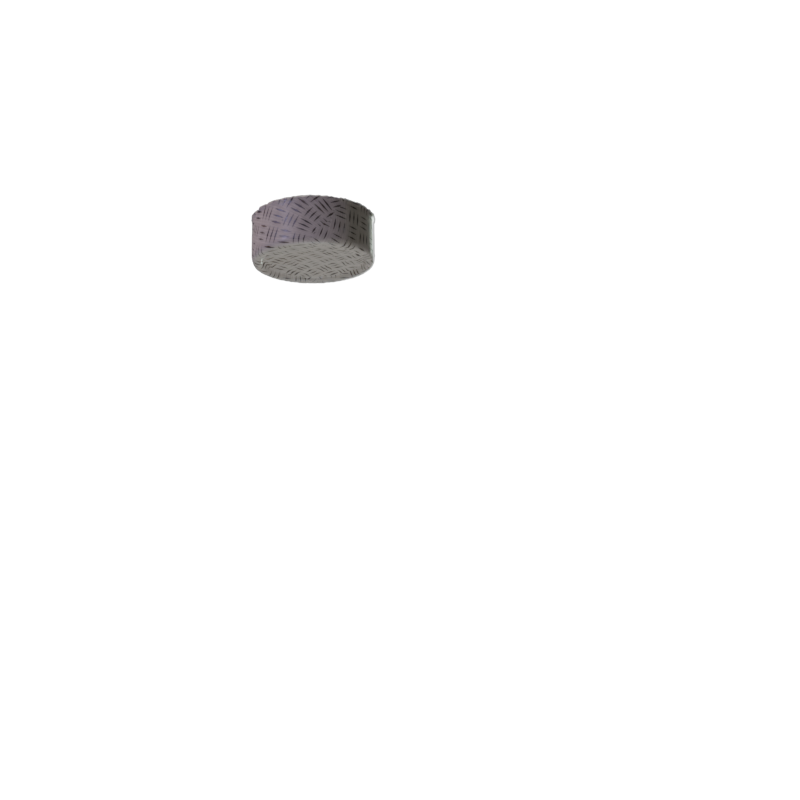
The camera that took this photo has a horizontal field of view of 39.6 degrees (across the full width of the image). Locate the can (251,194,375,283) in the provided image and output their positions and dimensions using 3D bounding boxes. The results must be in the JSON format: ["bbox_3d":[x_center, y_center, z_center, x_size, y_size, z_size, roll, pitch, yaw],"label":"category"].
[{"bbox_3d":[-0.060,-0.109,0.763,0.086,0.035,0.083,0,-15,-2],"label":"can"}]
